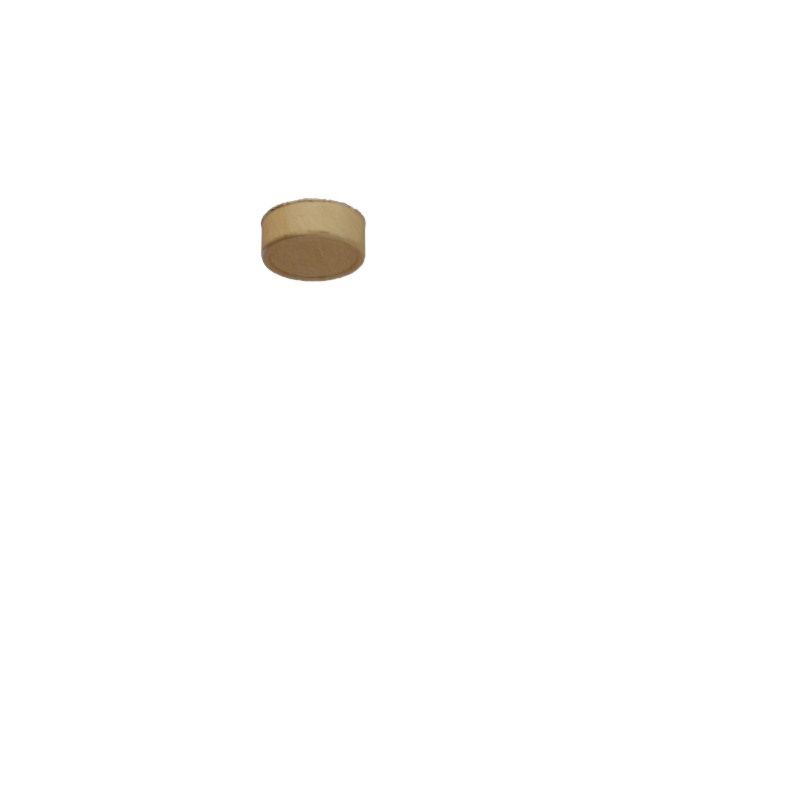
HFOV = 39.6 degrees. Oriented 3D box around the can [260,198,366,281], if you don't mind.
[{"bbox_3d":[-0.070,-0.128,0.897,0.086,0.035,0.081,0,-22,-2],"label":"can"}]
